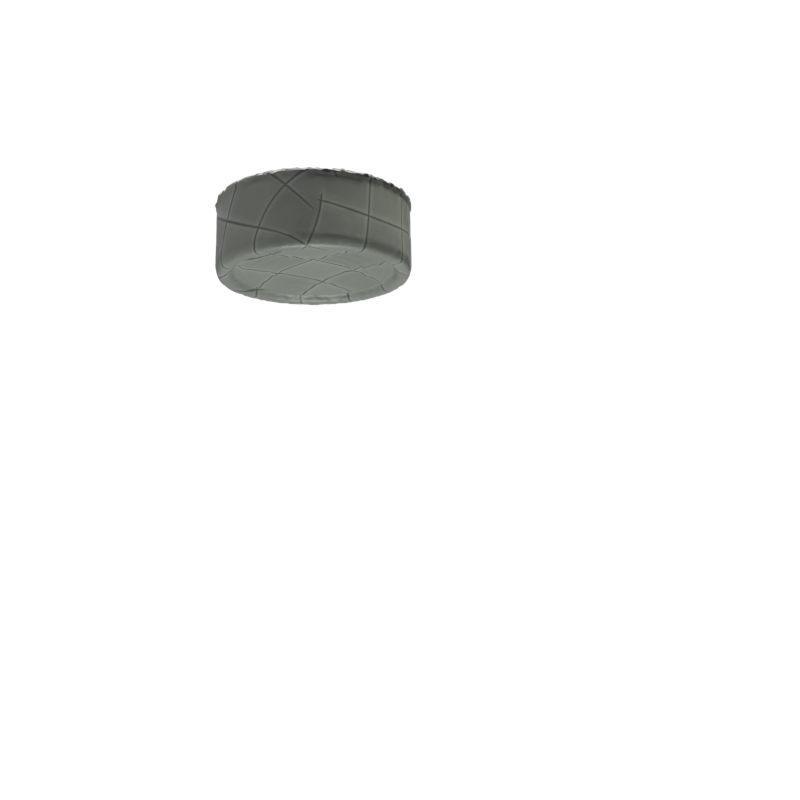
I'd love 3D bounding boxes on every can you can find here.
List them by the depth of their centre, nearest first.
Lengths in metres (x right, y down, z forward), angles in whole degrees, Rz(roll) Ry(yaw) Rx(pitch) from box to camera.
[{"bbox_3d":[-0.038,-0.069,0.480,0.086,0.035,0.083,0,-13,-2],"label":"can"}]
